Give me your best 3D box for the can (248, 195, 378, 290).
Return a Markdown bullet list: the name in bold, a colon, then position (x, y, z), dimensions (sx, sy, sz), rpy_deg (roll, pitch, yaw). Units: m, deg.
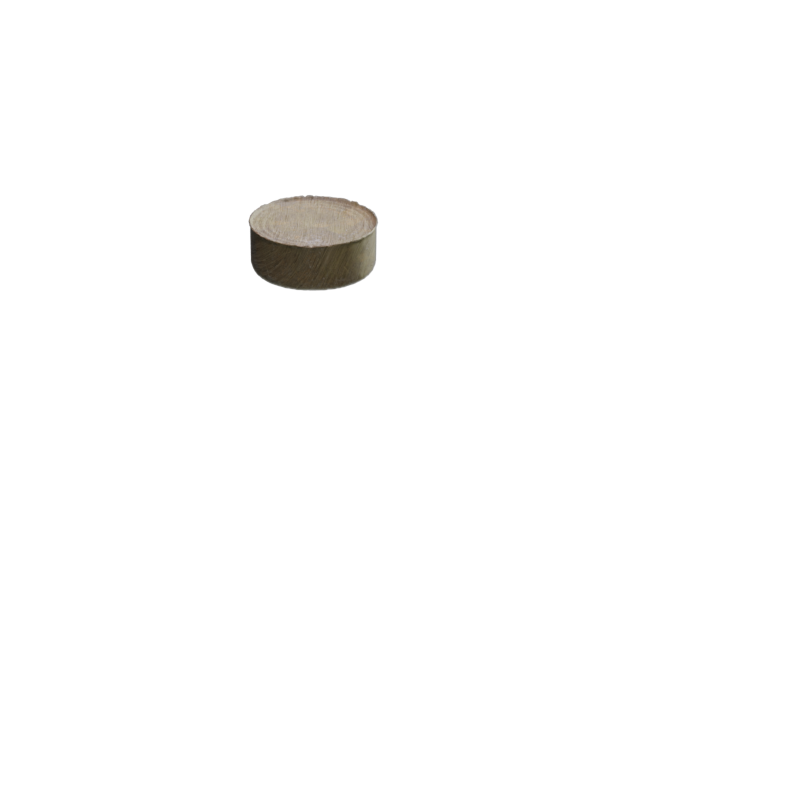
- **can**: position (-0.058, -0.106, 0.742), dimensions (0.086, 0.032, 0.091), rpy_deg (-1, 30, -2)
